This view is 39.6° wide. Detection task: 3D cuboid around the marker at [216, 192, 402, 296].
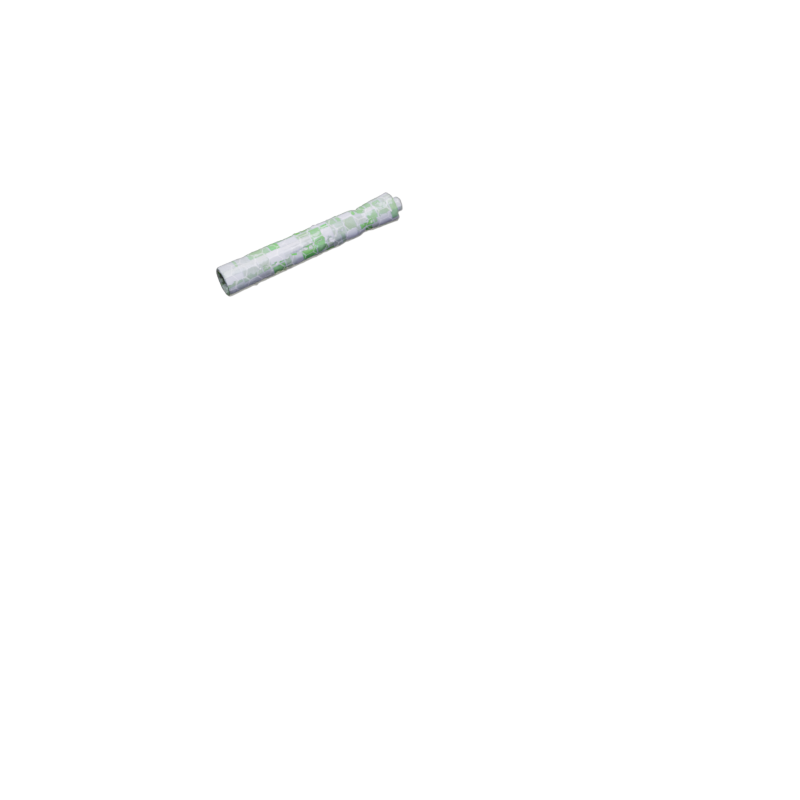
[{"bbox_3d":[-0.052,-0.094,0.661,0.120,0.019,0.020,-27,13,-17],"label":"marker"}]
